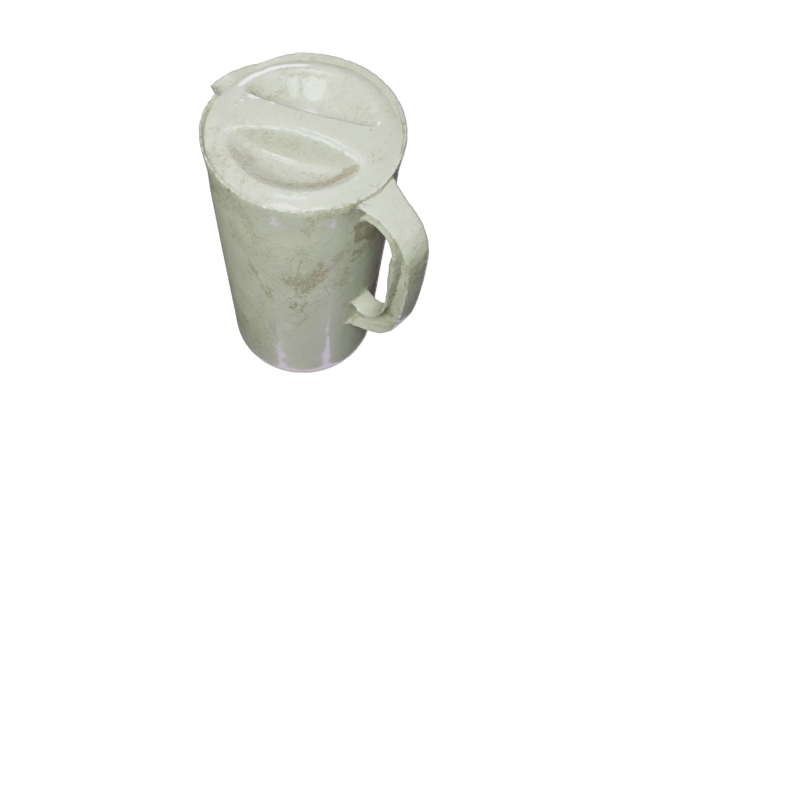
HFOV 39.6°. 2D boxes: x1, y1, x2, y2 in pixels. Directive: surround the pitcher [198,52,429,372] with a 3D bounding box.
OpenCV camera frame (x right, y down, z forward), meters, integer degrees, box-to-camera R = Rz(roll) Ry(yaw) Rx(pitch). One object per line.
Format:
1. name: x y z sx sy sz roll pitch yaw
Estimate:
1. pitcher: -0.062 -0.113 0.792 0.144 0.159 0.228 0 -30 -3
